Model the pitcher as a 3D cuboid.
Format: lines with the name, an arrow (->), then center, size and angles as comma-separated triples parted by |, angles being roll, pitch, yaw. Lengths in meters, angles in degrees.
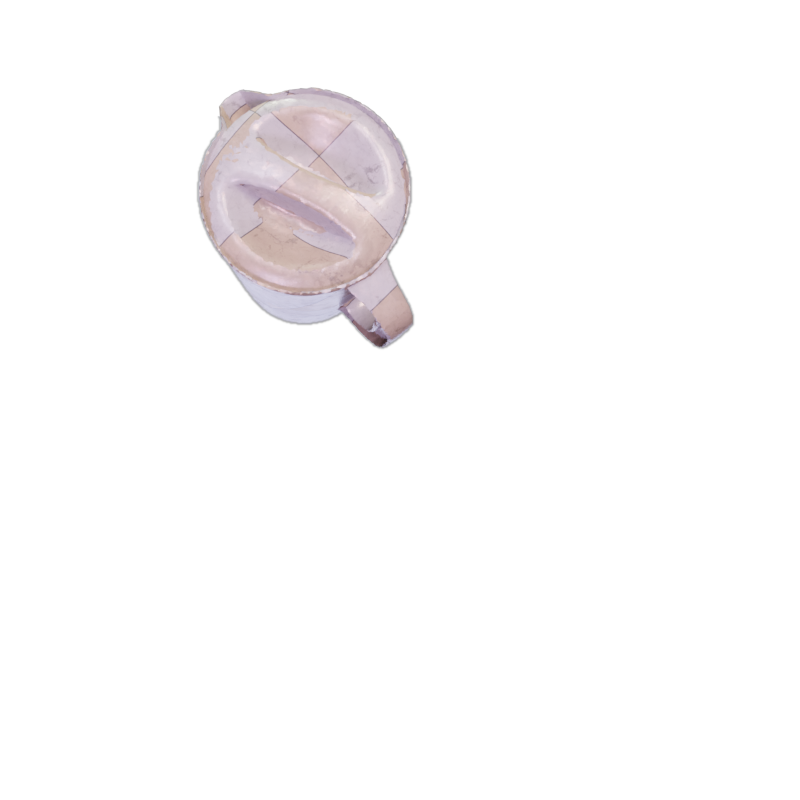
pitcher -> -0.062, -0.114, 0.797 | 0.145, 0.153, 0.238 | 7, -7, -2
